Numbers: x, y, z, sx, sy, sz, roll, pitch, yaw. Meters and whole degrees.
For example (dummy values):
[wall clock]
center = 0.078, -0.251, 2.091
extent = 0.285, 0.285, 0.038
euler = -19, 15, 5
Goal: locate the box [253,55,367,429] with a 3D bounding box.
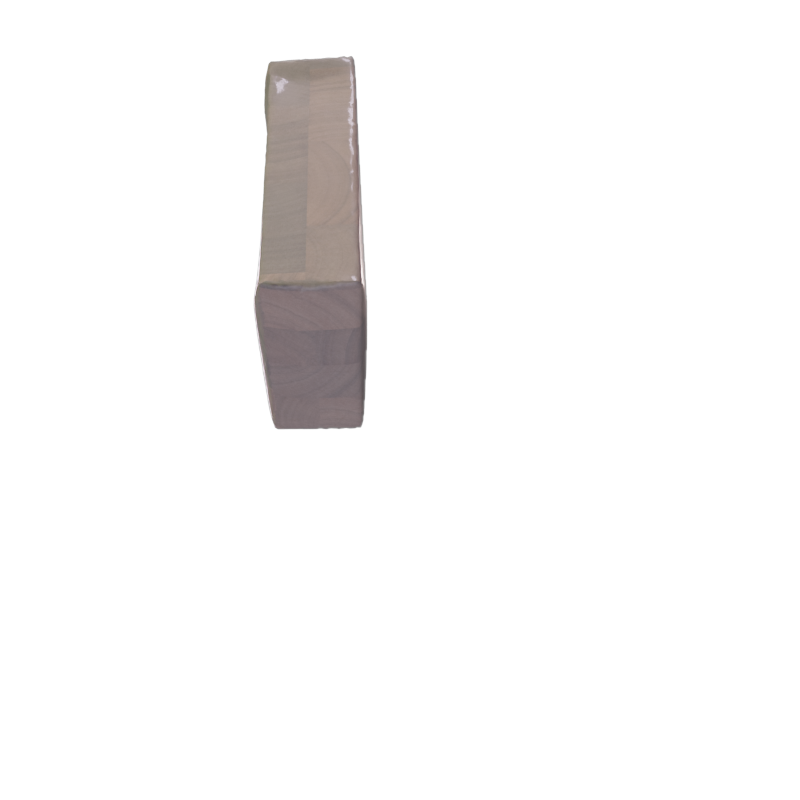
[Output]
[box]
center = -0.062, -0.112, 0.787
extent = 0.072, 0.229, 0.153
euler = -2, -37, -2
